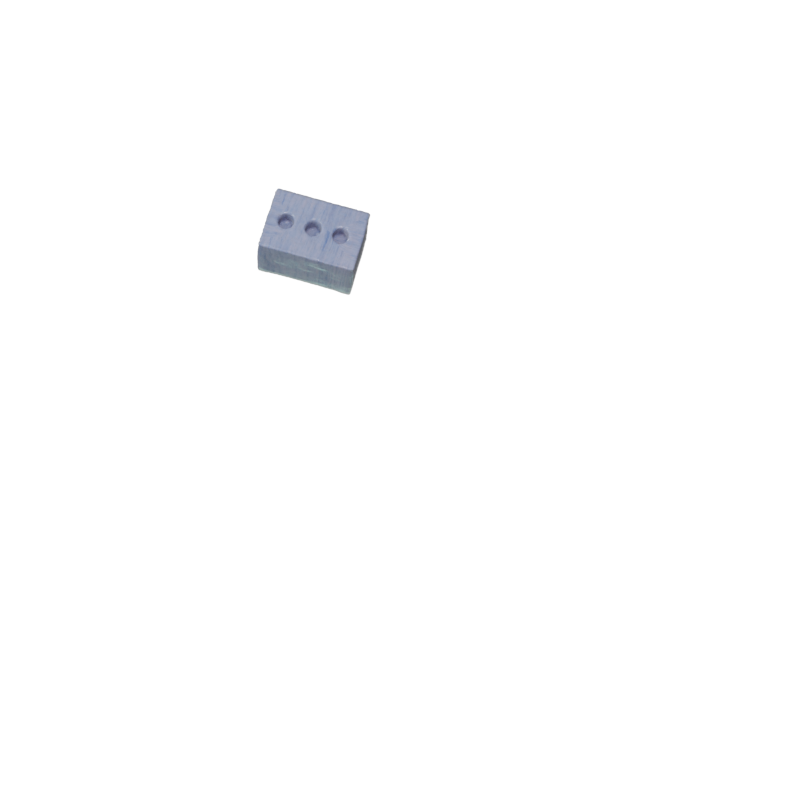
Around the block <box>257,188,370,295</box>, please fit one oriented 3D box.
[{"bbox_3d":[-0.068,-0.124,0.870,0.079,0.055,0.049,15,-21,5],"label":"block"}]
